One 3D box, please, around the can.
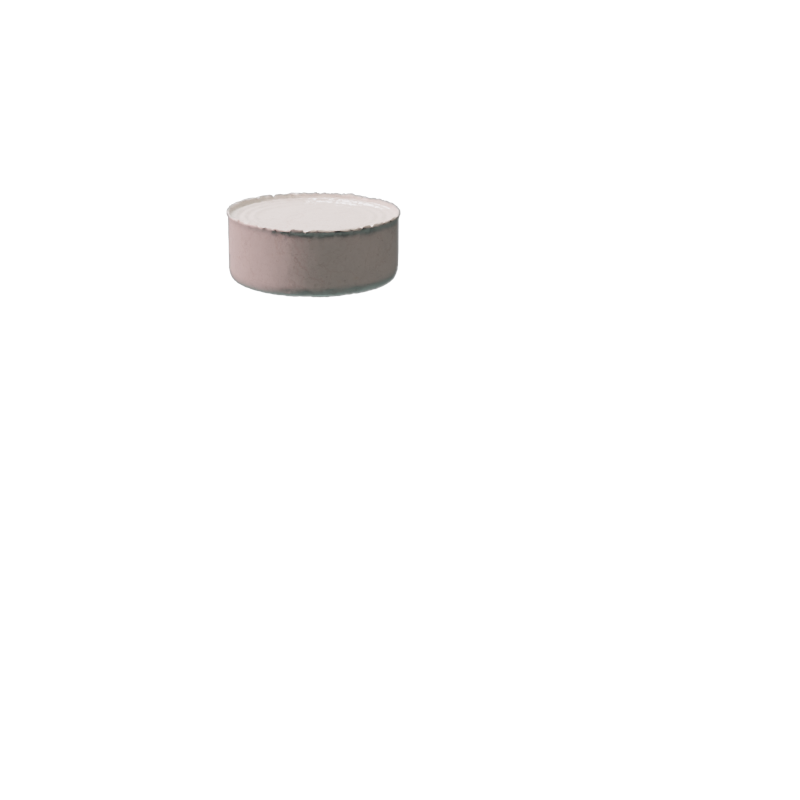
[{"bbox_3d":[-0.043,-0.079,0.551,0.086,0.032,0.090,-1,21,-2],"label":"can"}]
